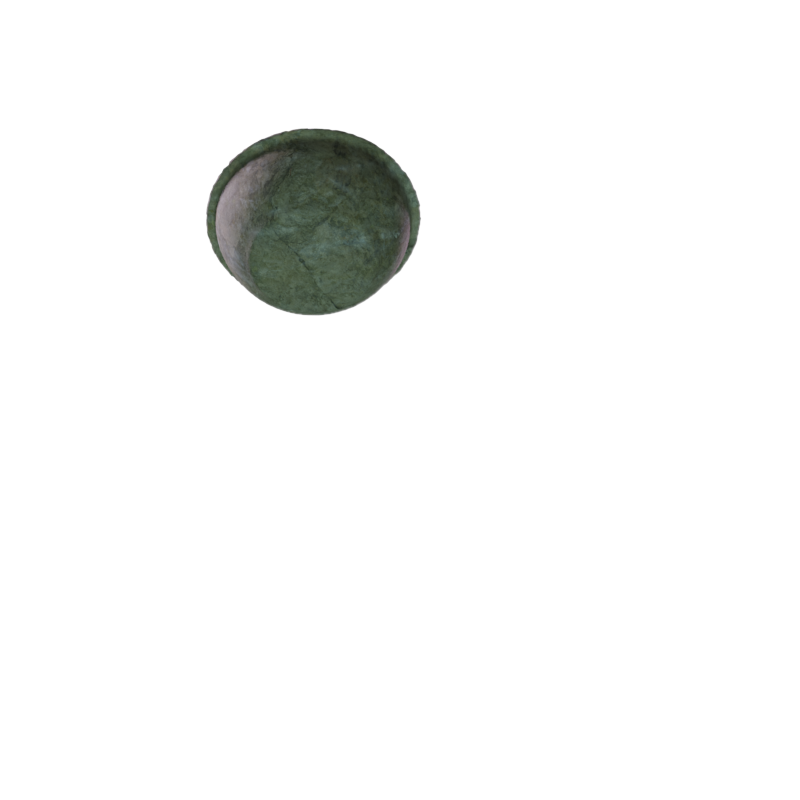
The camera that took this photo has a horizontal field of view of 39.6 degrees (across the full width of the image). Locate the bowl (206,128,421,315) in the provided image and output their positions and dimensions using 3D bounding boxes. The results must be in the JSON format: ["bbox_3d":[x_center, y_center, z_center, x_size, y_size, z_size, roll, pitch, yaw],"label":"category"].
[{"bbox_3d":[-0.064,-0.116,0.814,0.162,0.151,0.059,1,38,-1],"label":"bowl"}]
